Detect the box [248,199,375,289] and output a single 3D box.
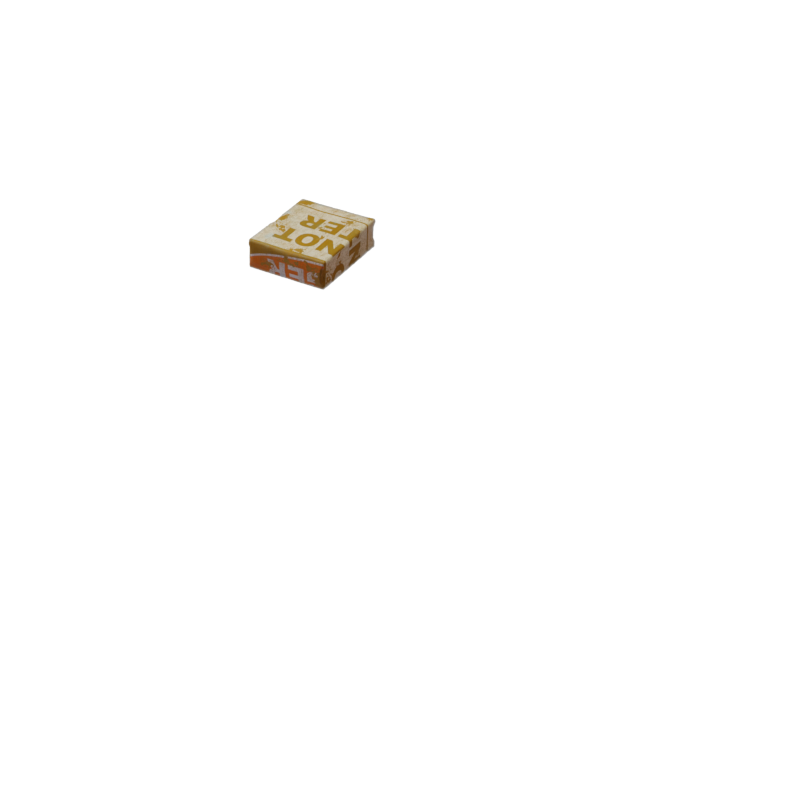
[{"bbox_3d":[-0.073,-0.133,0.929,0.076,0.028,0.091,18,39,23],"label":"box"}]
